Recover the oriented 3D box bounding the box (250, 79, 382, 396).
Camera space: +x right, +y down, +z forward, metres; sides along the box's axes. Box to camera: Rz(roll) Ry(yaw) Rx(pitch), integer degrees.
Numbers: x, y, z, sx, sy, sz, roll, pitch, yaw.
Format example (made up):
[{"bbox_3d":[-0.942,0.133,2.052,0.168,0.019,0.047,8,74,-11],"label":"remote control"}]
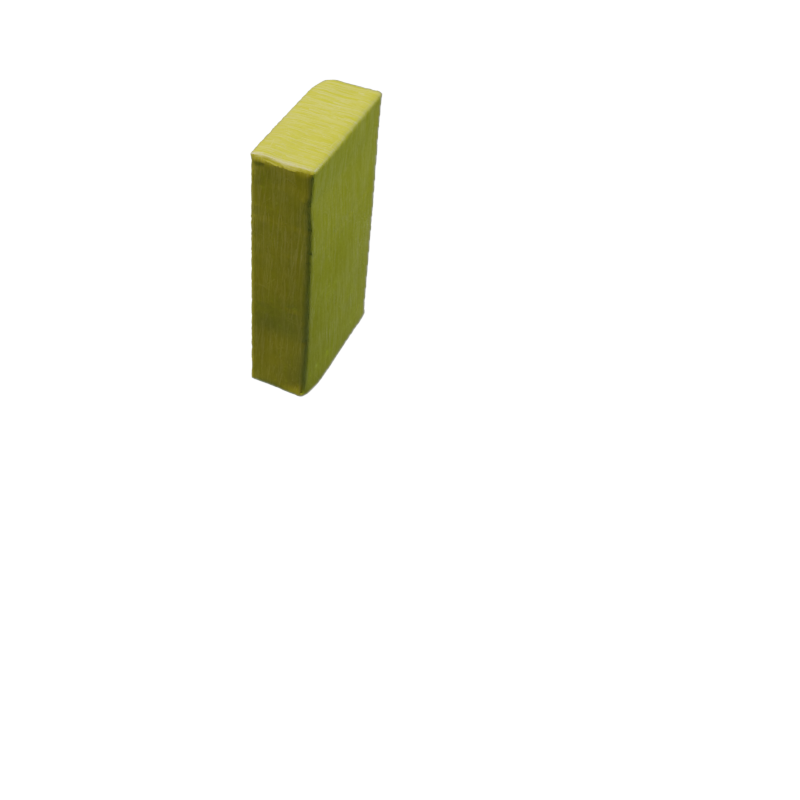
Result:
[{"bbox_3d":[-0.052,-0.096,0.668,0.050,0.164,0.097,18,44,15],"label":"box"}]
